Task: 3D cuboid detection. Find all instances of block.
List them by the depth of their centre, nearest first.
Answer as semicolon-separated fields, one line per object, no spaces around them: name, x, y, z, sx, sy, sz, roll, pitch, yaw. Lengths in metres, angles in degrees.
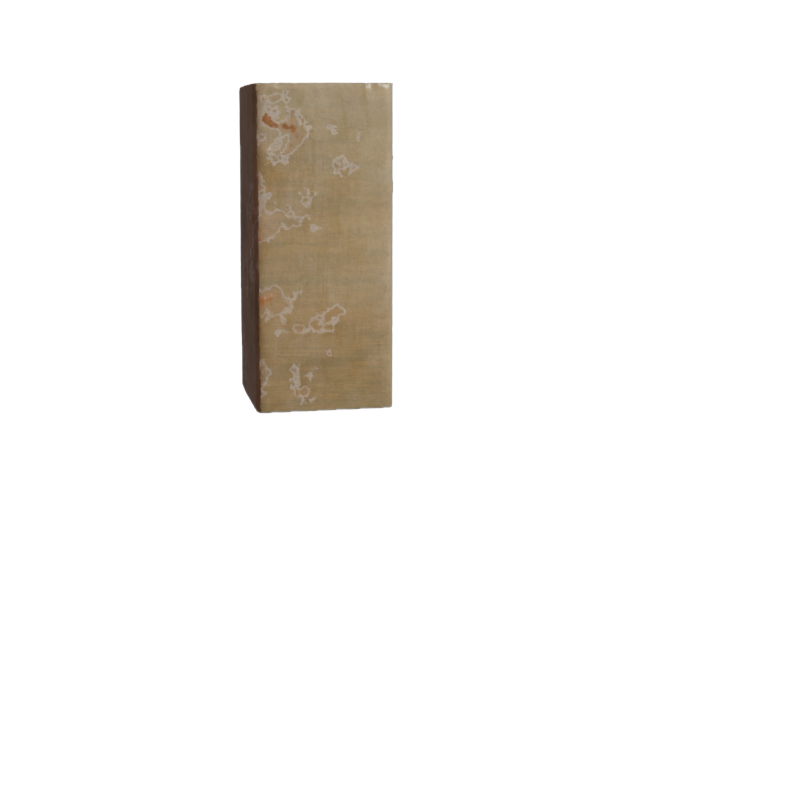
block;-0.057;-0.105;0.733;0.089;0.203;0.093;-1;7;-12
